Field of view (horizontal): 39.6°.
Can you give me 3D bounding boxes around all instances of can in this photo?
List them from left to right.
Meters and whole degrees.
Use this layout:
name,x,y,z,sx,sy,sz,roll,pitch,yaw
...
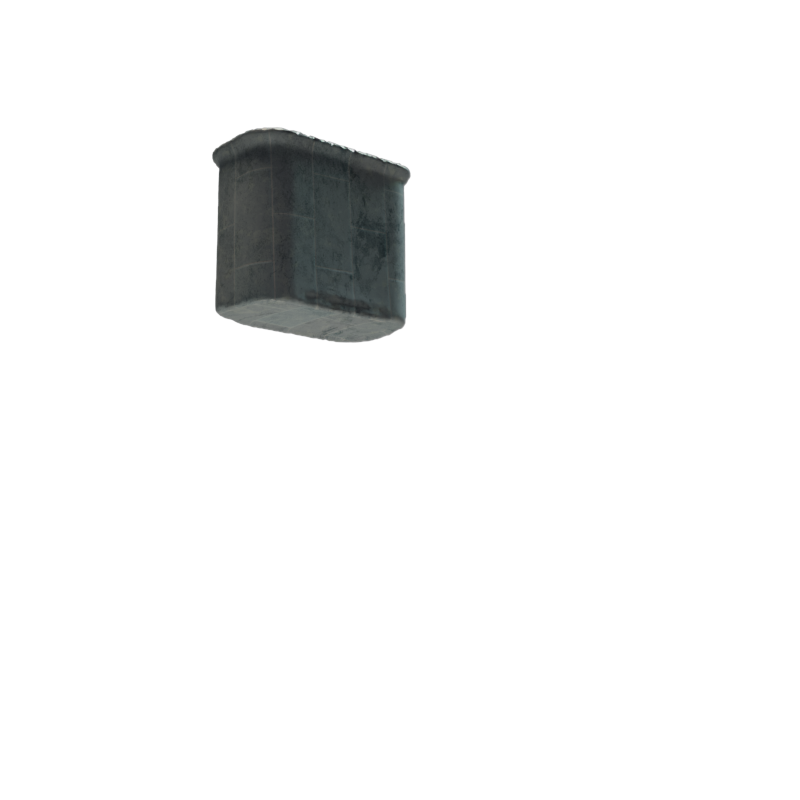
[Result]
name,x,y,z,sx,sy,sz,roll,pitch,yaw
can,-0.043,-0.078,0.550,0.097,0.087,0.058,10,-19,-38
